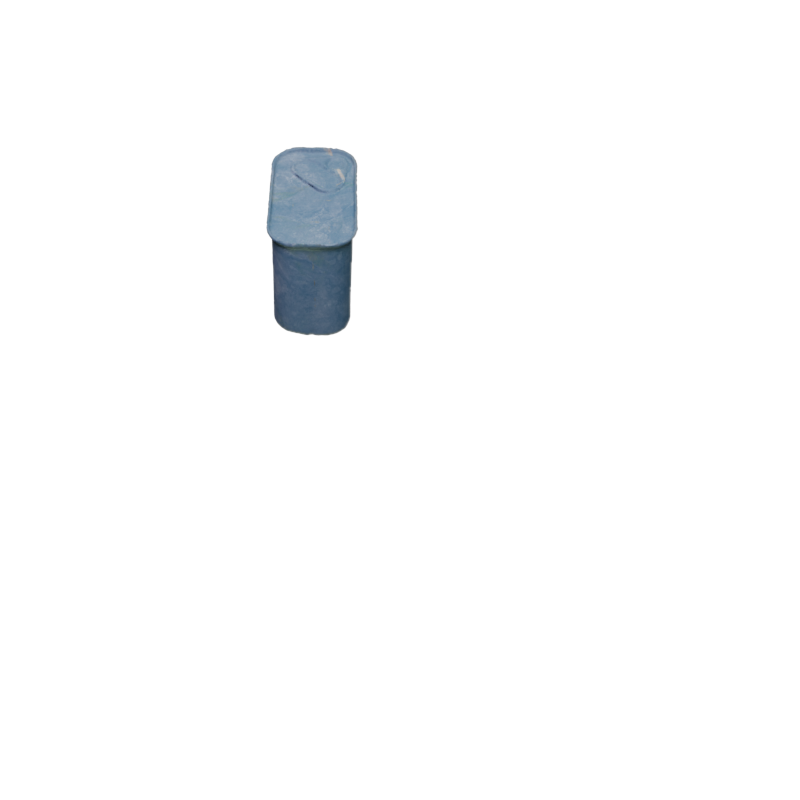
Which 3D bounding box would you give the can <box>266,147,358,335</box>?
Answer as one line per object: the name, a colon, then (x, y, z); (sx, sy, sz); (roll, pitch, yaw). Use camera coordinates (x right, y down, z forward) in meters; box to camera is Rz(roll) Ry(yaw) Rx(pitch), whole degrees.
can: (-0.058, -0.106, 0.744); (0.057, 0.109, 0.078); (0, -45, -2)
